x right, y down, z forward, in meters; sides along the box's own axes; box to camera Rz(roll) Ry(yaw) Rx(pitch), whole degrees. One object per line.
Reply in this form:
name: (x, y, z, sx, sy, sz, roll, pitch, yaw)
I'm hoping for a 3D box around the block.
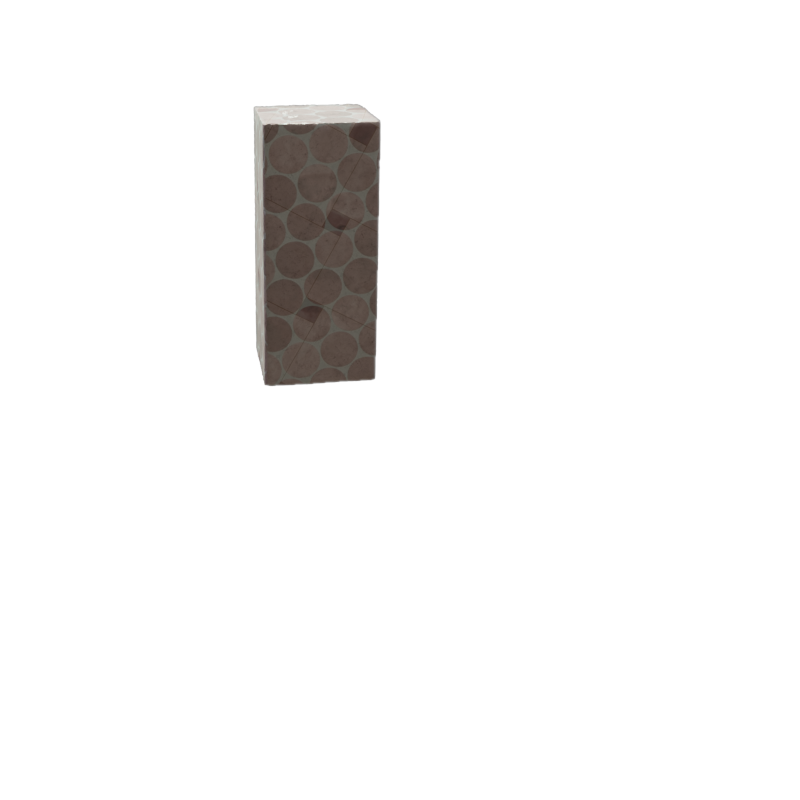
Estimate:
block: (-0.068, -0.126, 0.880, 0.089, 0.199, 0.095, -2, 17, -10)
